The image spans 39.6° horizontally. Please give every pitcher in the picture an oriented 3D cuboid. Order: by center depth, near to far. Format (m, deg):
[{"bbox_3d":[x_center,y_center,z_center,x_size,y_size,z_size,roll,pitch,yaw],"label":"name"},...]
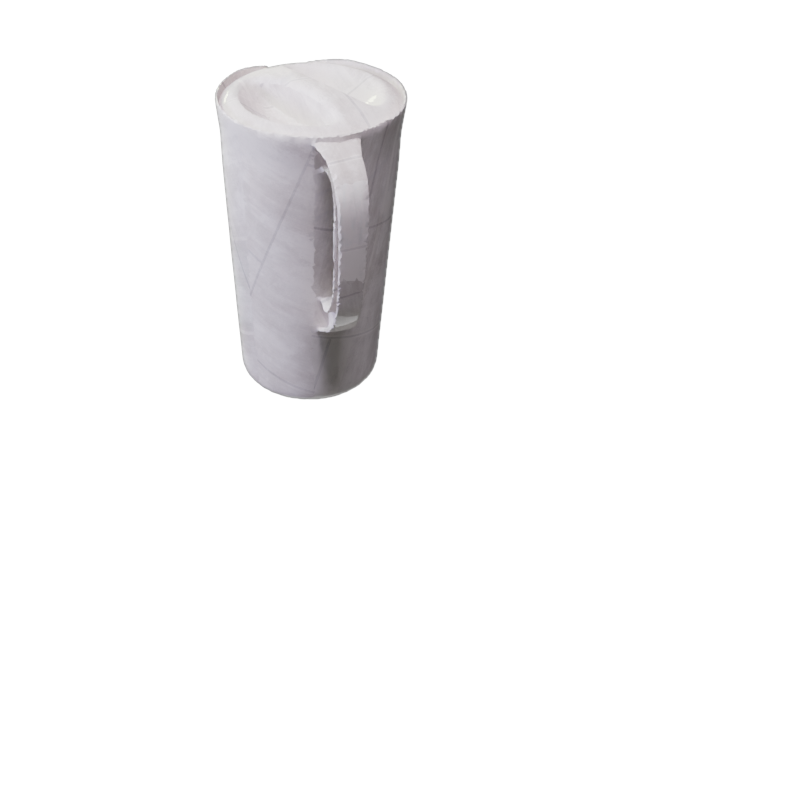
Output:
[{"bbox_3d":[-0.064,-0.117,0.817,0.151,0.228,0.153,17,38,20],"label":"pitcher"}]
